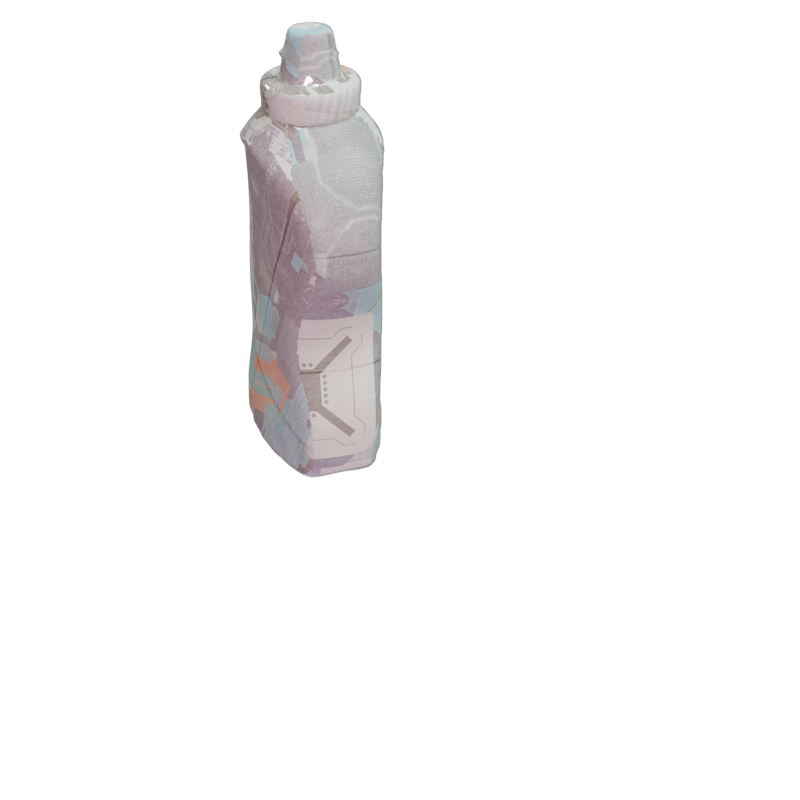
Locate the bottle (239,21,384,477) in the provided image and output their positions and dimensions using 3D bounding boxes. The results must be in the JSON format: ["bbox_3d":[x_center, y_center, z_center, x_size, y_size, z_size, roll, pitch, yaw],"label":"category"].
[{"bbox_3d":[-0.038,-0.069,0.481,0.057,0.180,0.103,-7,33,-15],"label":"bottle"}]
